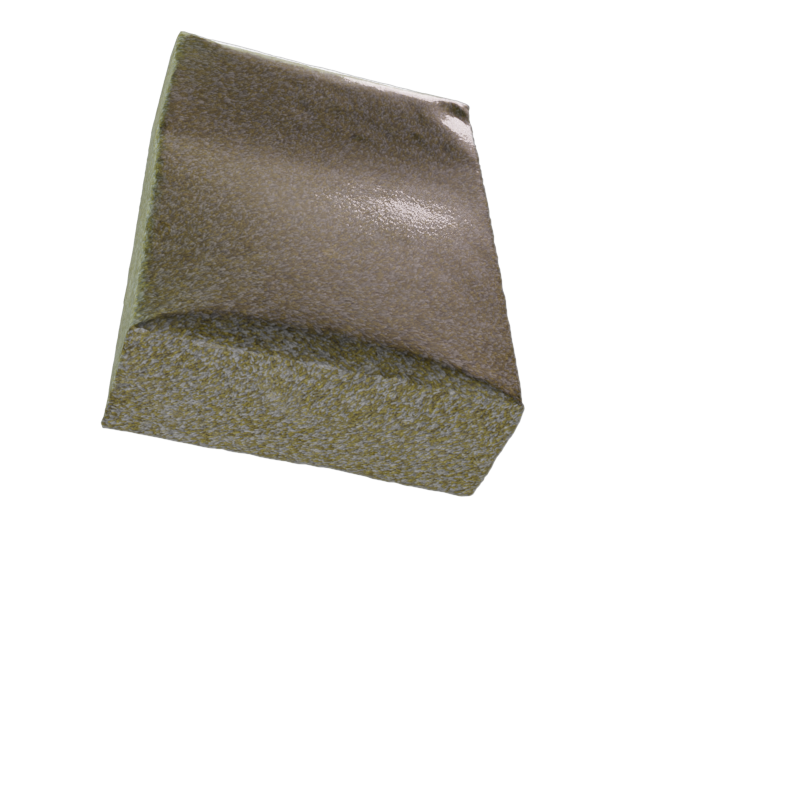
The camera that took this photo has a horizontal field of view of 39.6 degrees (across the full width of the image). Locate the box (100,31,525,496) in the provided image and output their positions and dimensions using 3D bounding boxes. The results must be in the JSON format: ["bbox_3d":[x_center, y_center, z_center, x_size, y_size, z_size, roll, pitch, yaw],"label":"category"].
[{"bbox_3d":[-0.040,-0.074,0.517,0.160,0.230,0.068,11,-45,-14],"label":"box"}]
